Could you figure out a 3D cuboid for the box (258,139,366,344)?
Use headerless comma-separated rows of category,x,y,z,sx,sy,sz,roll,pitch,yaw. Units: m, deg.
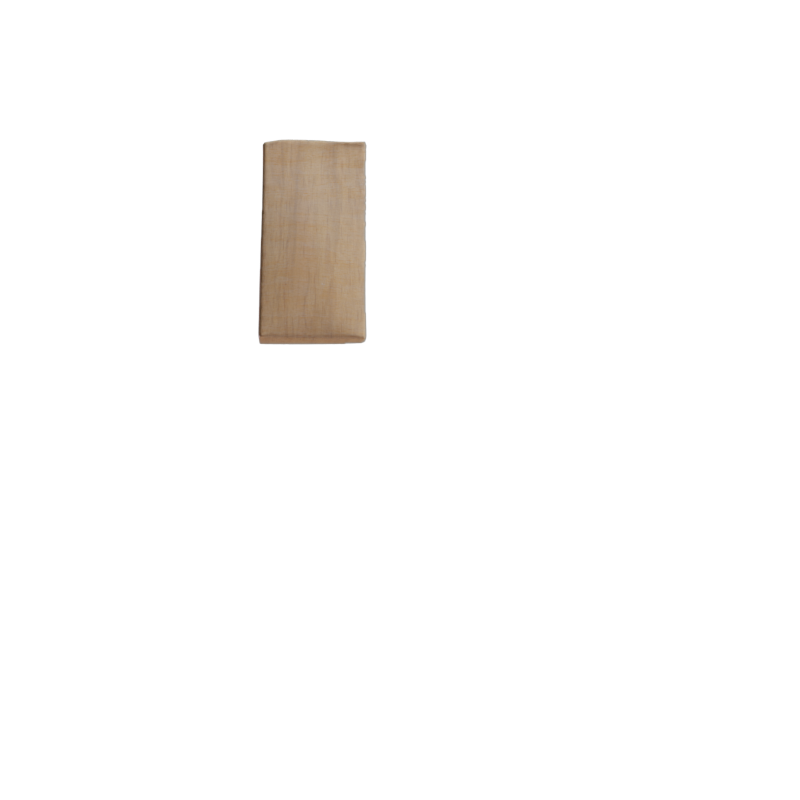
box,-0.076,-0.138,0.964,0.093,0.181,0.047,0,-11,-3
